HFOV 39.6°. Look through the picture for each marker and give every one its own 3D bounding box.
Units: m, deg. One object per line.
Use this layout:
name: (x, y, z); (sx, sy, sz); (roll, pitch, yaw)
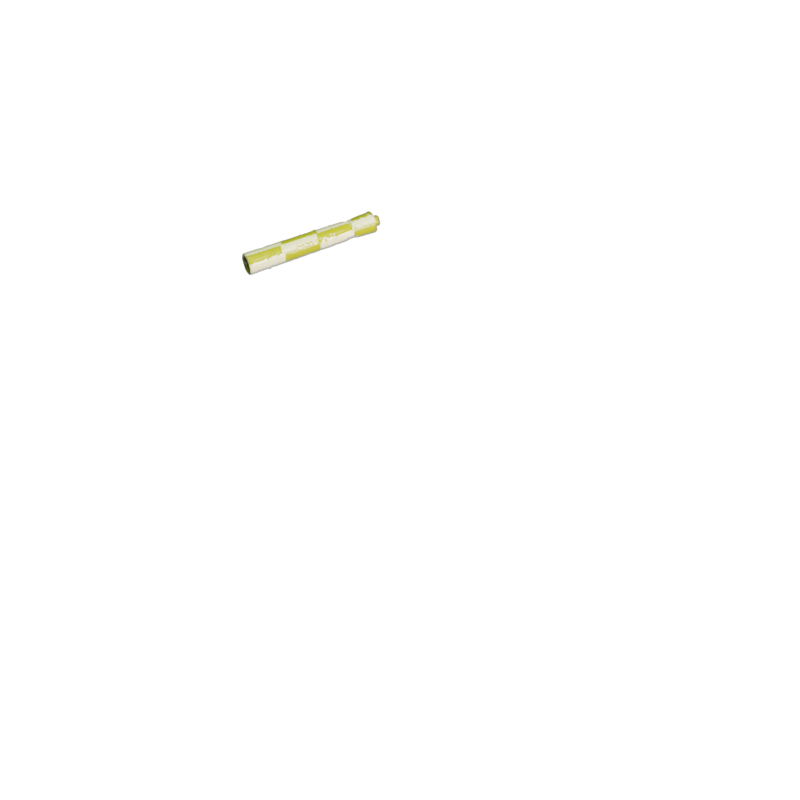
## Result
marker: (-0.072, -0.131, 0.919); (0.120, 0.019, 0.020); (-21, 11, -17)
